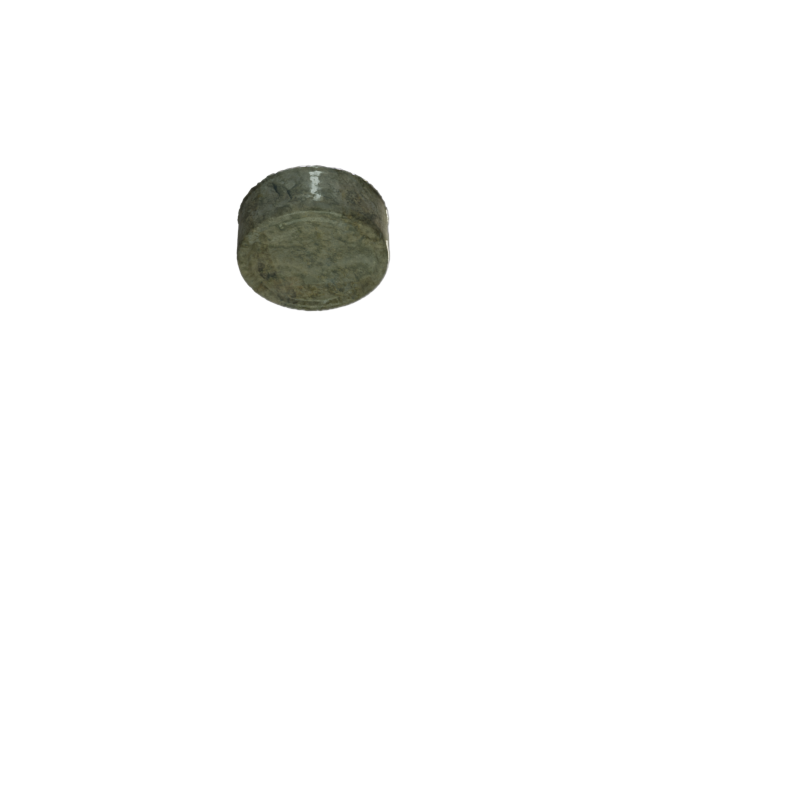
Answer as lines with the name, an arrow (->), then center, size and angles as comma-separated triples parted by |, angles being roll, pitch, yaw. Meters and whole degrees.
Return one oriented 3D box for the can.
can -> -0.048, -0.088, 0.617 | 0.086, 0.036, 0.080 | 1, -39, -2
